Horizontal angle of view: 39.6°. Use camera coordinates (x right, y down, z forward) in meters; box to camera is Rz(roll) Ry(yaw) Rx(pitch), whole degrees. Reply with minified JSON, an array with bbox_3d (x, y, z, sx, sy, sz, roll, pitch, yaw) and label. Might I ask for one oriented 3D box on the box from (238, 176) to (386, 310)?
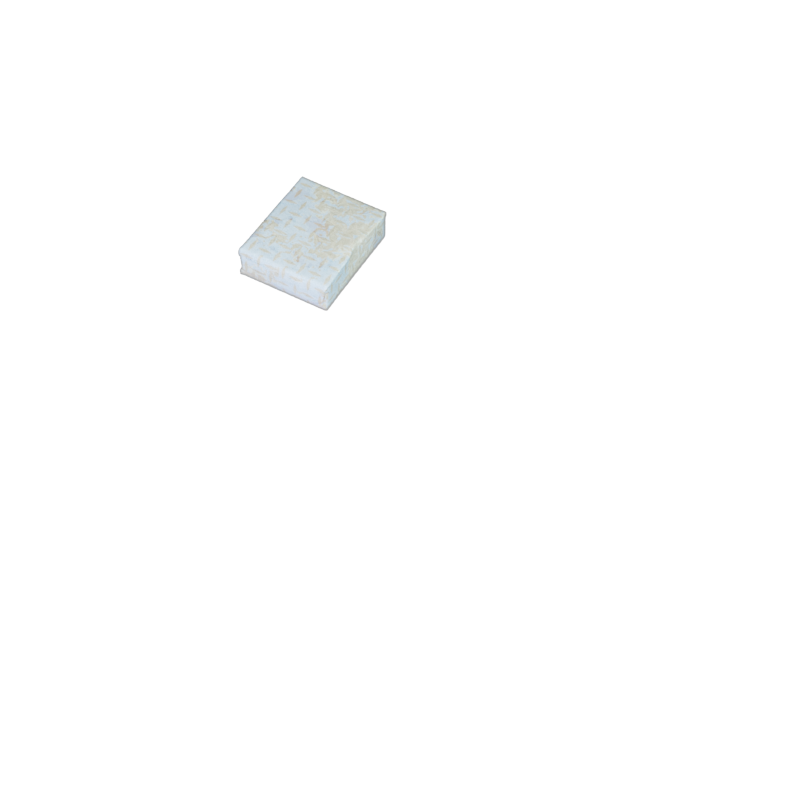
[{"bbox_3d":[-0.062,-0.114,0.797,0.076,0.092,0.028,24,-36,18],"label":"box"}]
